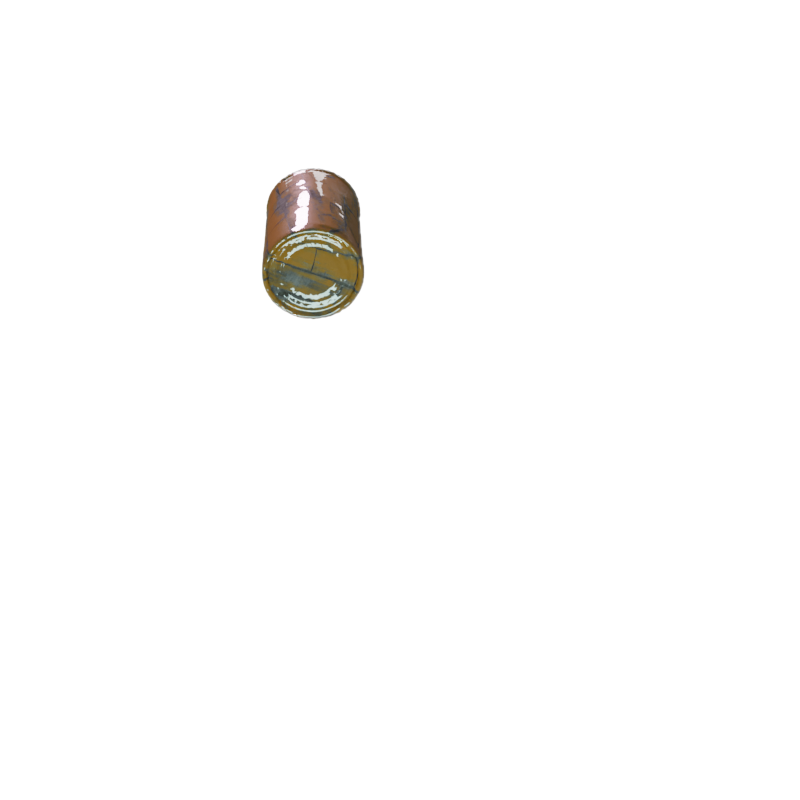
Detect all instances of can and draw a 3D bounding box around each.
[{"bbox_3d":[-0.059,-0.108,0.757,0.068,0.065,0.109,0,31,-3],"label":"can"}]
